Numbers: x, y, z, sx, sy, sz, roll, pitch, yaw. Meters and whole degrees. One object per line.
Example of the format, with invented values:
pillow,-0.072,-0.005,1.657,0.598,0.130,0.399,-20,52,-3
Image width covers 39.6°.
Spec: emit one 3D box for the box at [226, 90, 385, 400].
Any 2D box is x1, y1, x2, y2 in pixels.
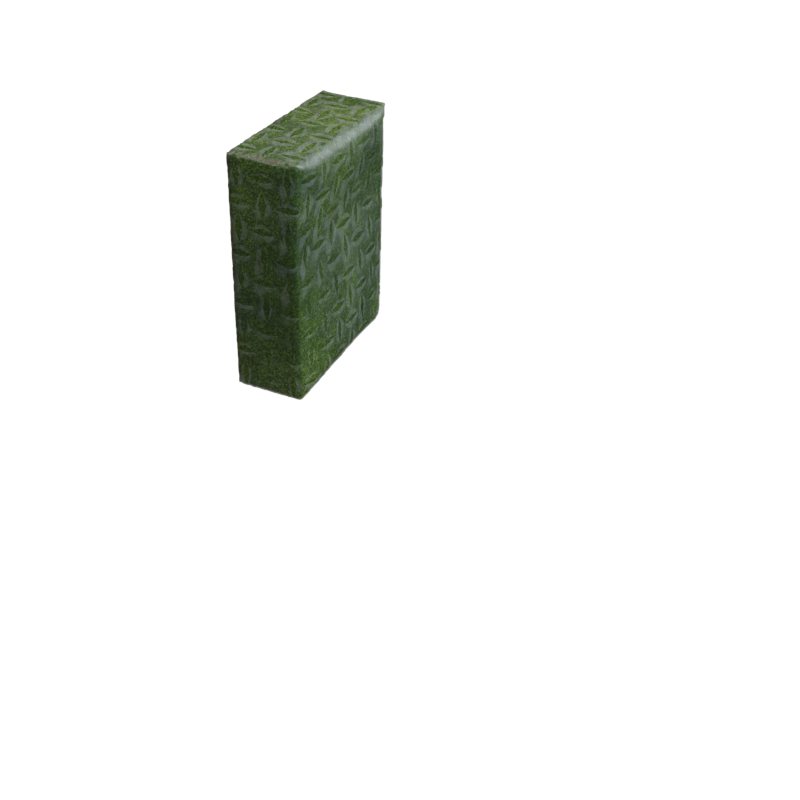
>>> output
box,-0.074,-0.135,0.945,0.075,0.201,0.168,14,33,20
